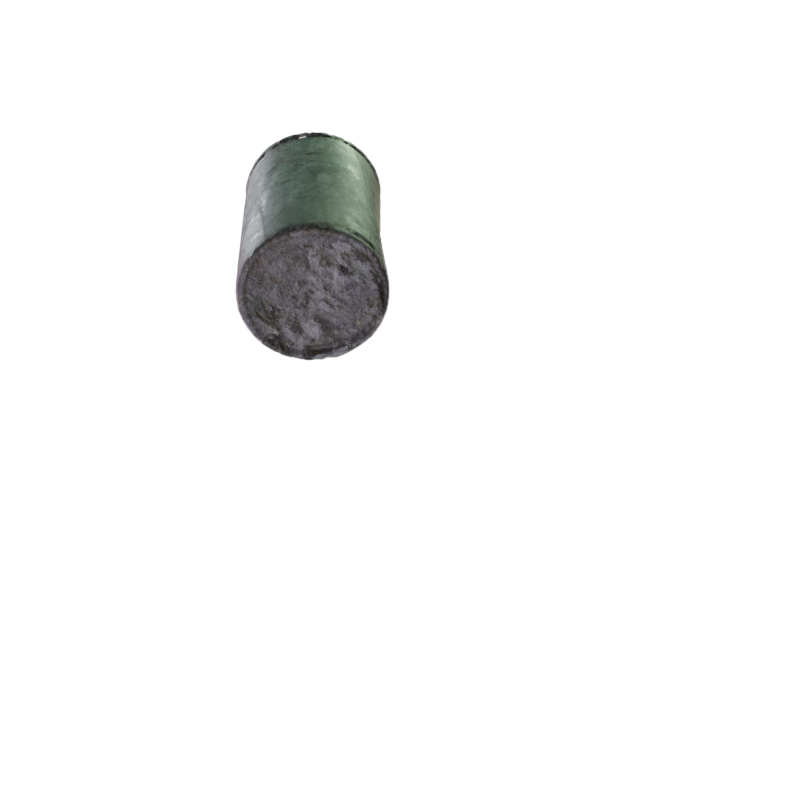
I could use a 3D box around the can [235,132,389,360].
[{"bbox_3d":[-0.040,-0.073,0.513,0.068,0.064,0.109,-1,33,-3],"label":"can"}]
